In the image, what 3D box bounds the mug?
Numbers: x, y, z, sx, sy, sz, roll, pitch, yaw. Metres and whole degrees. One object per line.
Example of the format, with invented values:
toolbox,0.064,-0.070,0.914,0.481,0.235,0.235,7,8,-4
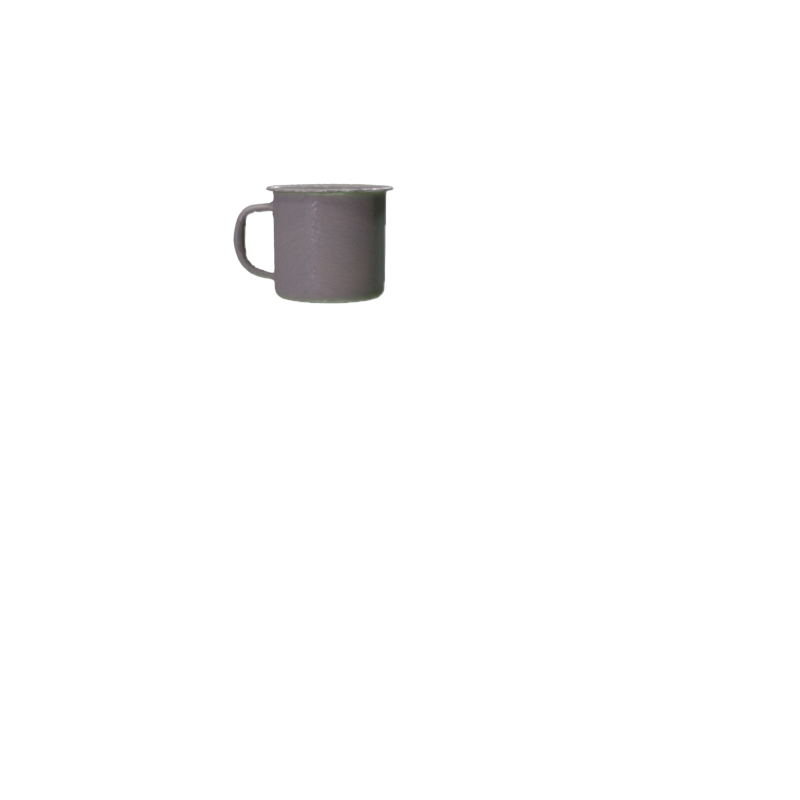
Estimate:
mug,-0.064,-0.116,0.812,0.117,0.080,0.095,0,10,-3
